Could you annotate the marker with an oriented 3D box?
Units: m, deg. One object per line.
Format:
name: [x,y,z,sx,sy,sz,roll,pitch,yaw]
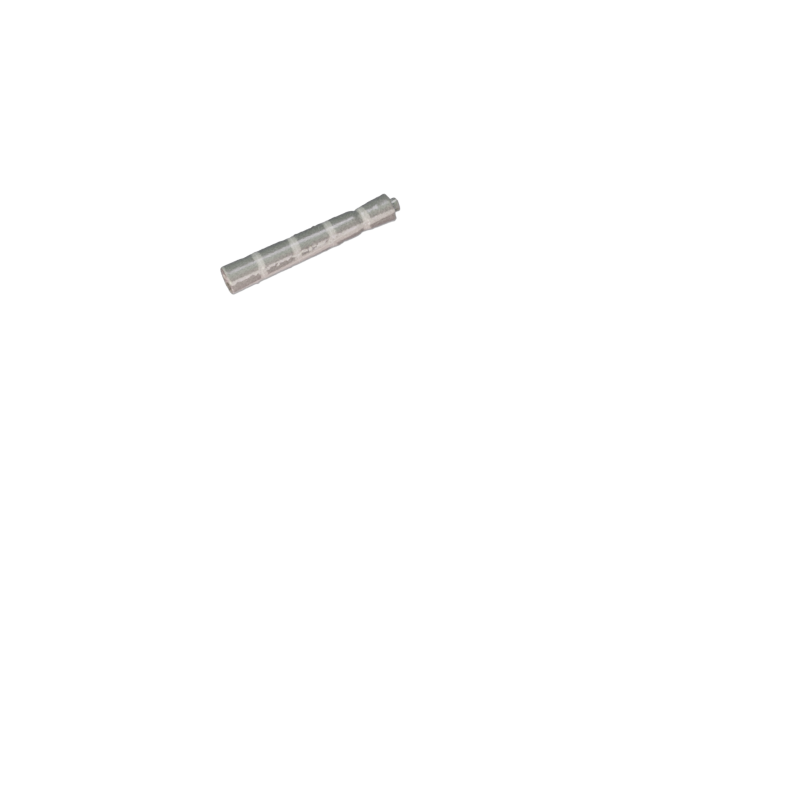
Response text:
marker: [-0.054,-0.099,0.695,0.121,0.019,0.020,-26,11,-12]
